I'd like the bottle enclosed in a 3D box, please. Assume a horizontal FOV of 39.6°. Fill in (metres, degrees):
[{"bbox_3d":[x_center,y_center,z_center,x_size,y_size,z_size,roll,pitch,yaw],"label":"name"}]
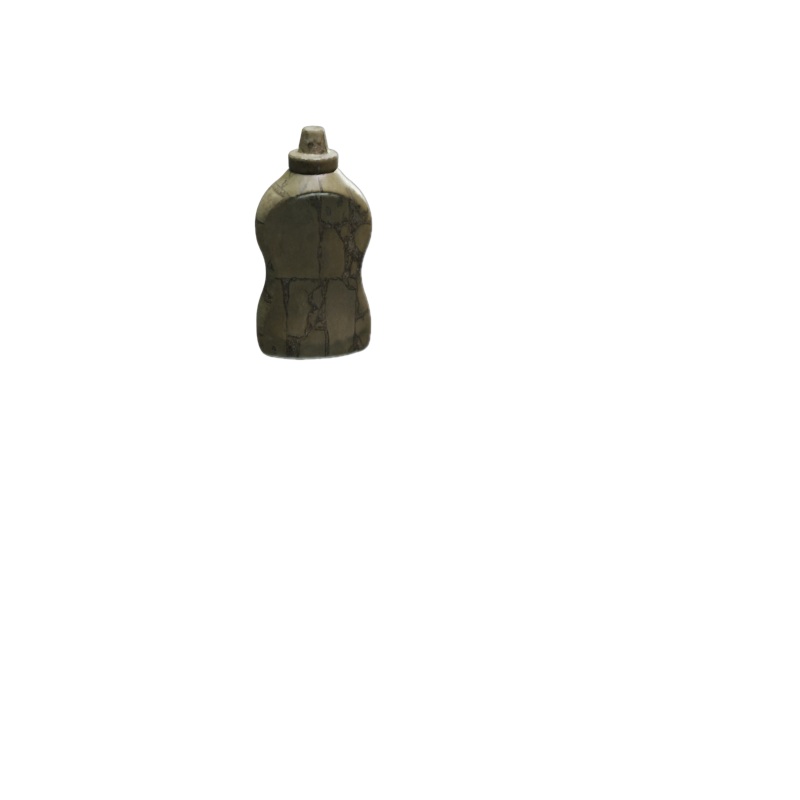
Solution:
[{"bbox_3d":[-0.072,-0.131,0.915,0.095,0.183,0.062,-2,21,-8],"label":"bottle"}]
